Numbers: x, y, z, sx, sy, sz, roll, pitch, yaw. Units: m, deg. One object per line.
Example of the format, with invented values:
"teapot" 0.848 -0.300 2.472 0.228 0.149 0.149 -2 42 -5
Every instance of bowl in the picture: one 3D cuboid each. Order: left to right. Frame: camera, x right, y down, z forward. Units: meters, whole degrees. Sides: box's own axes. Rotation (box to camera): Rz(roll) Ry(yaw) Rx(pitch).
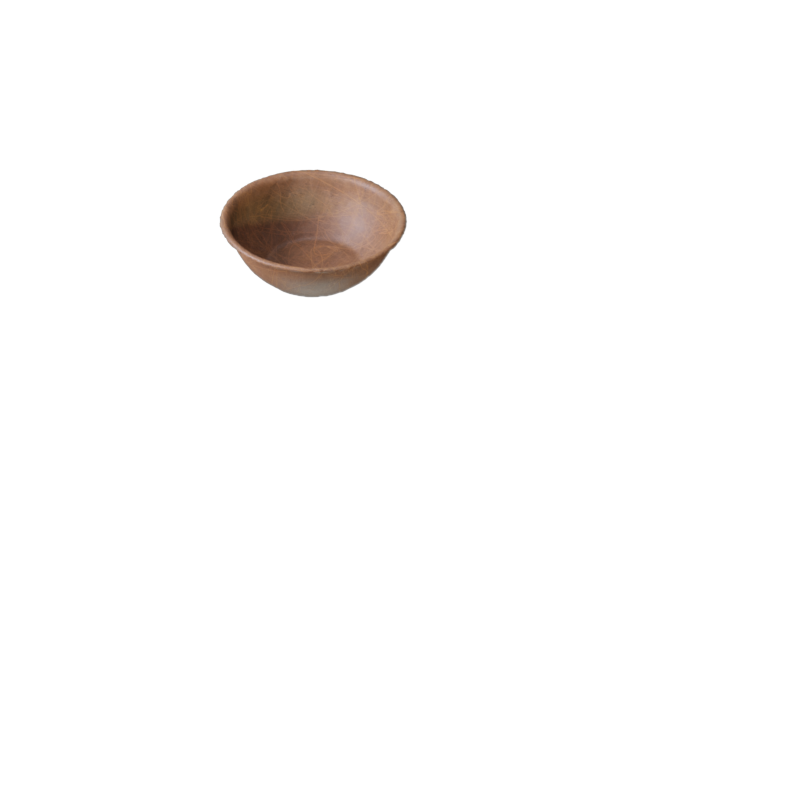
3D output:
"bowl" -0.076 -0.139 0.971 0.162 0.051 0.174 -1 39 -2
